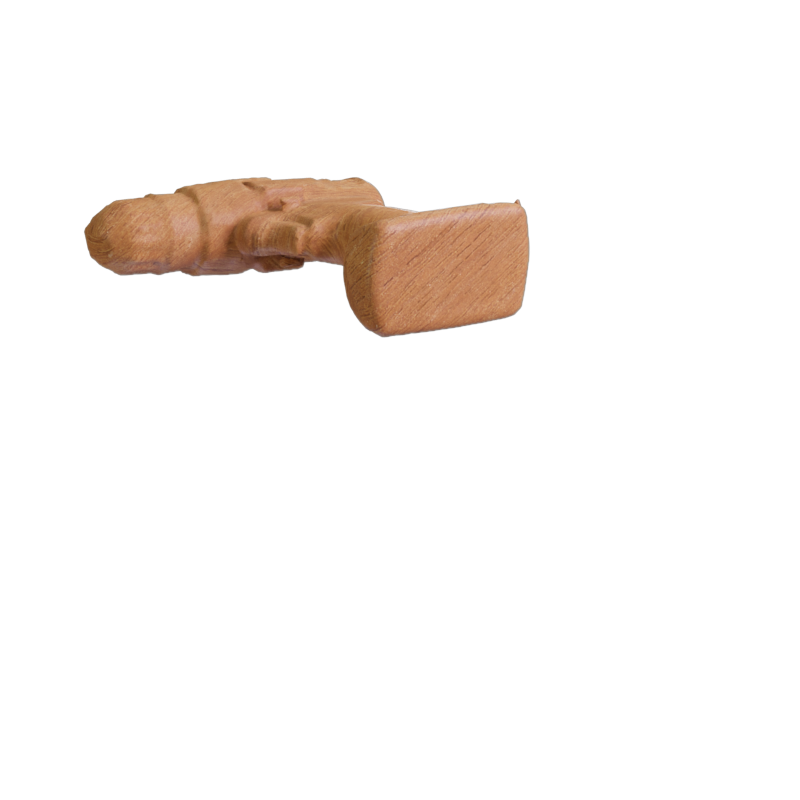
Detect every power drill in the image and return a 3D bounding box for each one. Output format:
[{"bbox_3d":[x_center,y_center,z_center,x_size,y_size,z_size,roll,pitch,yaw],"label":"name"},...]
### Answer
[{"bbox_3d":[-0.044,-0.081,0.565,0.180,0.055,0.199,-14,24,-35],"label":"power drill"}]
